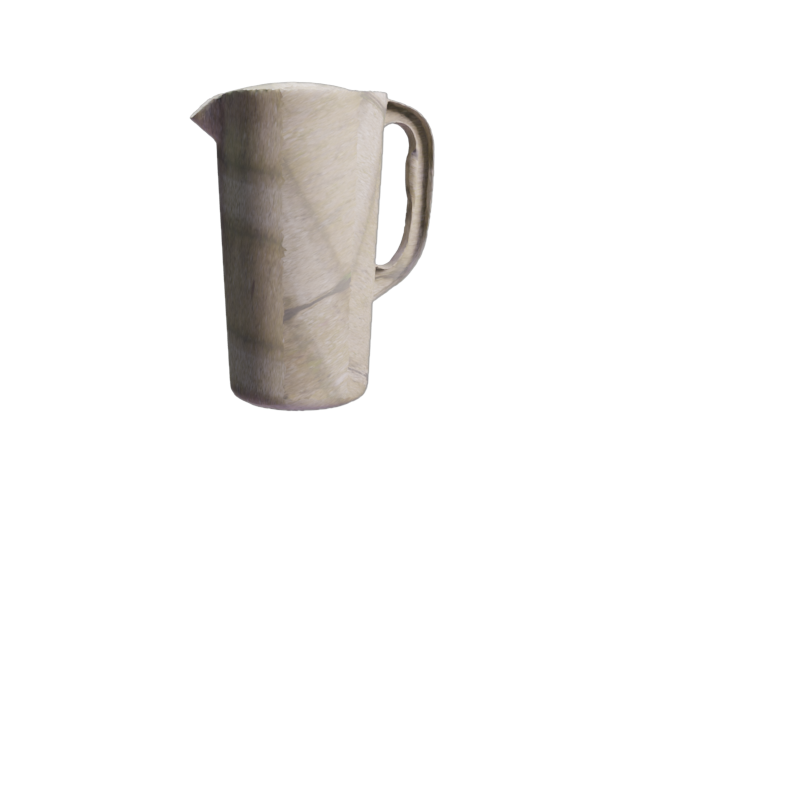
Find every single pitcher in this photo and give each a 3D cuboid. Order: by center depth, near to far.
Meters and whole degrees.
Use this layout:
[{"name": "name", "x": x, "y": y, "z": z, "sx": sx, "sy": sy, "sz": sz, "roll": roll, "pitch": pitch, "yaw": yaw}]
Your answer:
[{"name": "pitcher", "x": -0.067, "y": -0.122, "z": 0.854, "sx": 0.155, "sy": 0.239, "sz": 0.142, "roll": 5, "pitch": 9, "yaw": 28}]
